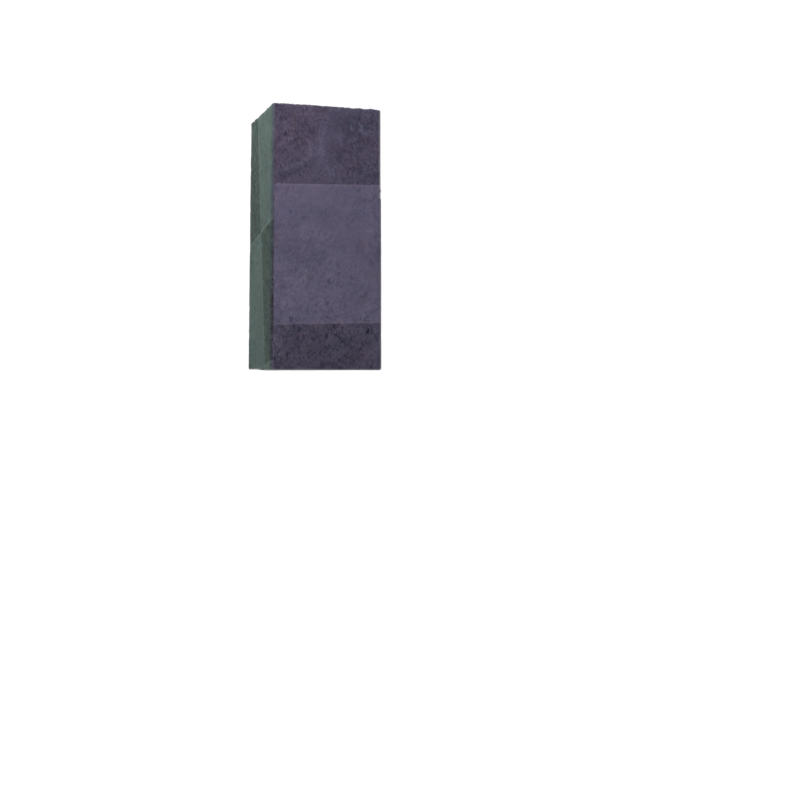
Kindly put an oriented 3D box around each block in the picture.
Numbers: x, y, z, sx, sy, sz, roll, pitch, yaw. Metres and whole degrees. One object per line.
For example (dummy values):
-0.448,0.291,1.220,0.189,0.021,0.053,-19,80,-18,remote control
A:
-0.070,-0.128,0.898,0.089,0.209,0.091,1,-5,-17,block
